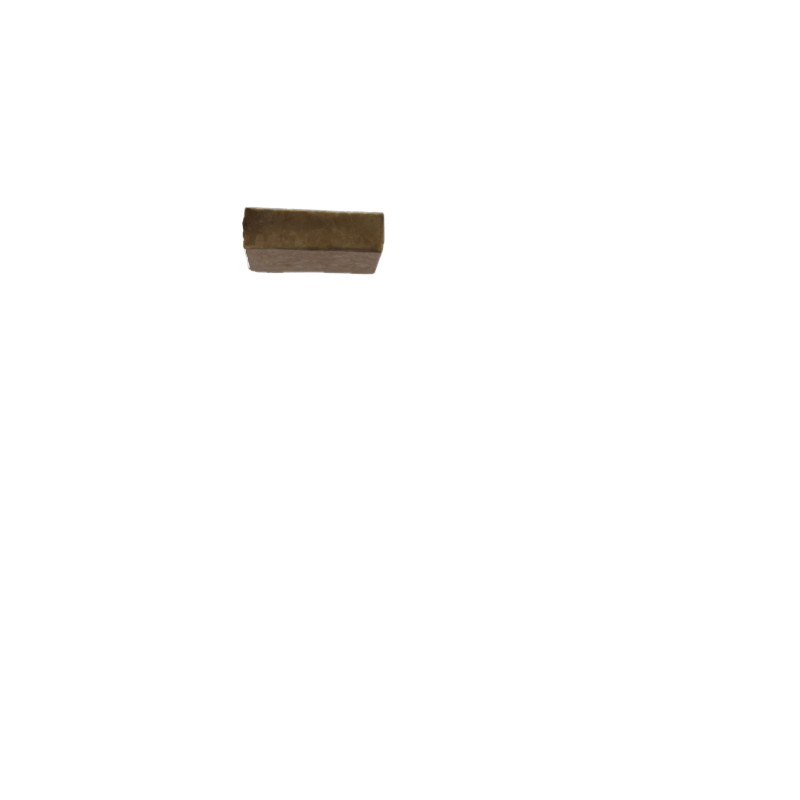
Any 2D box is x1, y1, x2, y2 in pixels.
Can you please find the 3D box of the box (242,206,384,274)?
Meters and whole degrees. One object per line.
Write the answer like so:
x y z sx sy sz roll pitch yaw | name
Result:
-0.071 -0.130 0.909 0.113 0.040 0.088 0 -7 -3 | box
